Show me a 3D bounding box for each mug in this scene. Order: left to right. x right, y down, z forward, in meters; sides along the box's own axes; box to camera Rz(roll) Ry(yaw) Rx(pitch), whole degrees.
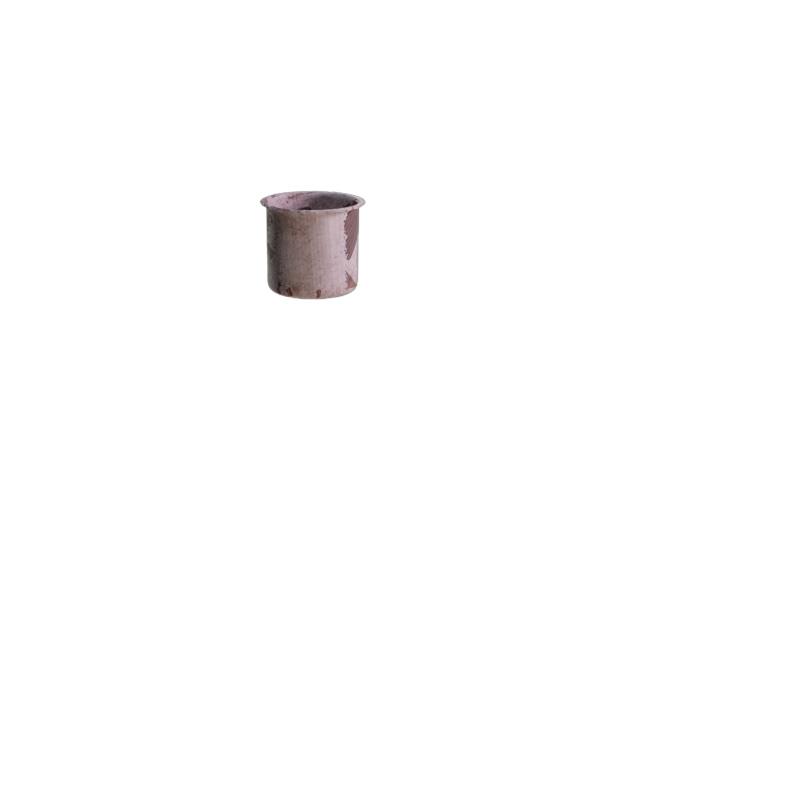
[{"bbox_3d":[-0.078,-0.143,0.998,0.093,0.079,0.122,0,19,0],"label":"mug"}]
